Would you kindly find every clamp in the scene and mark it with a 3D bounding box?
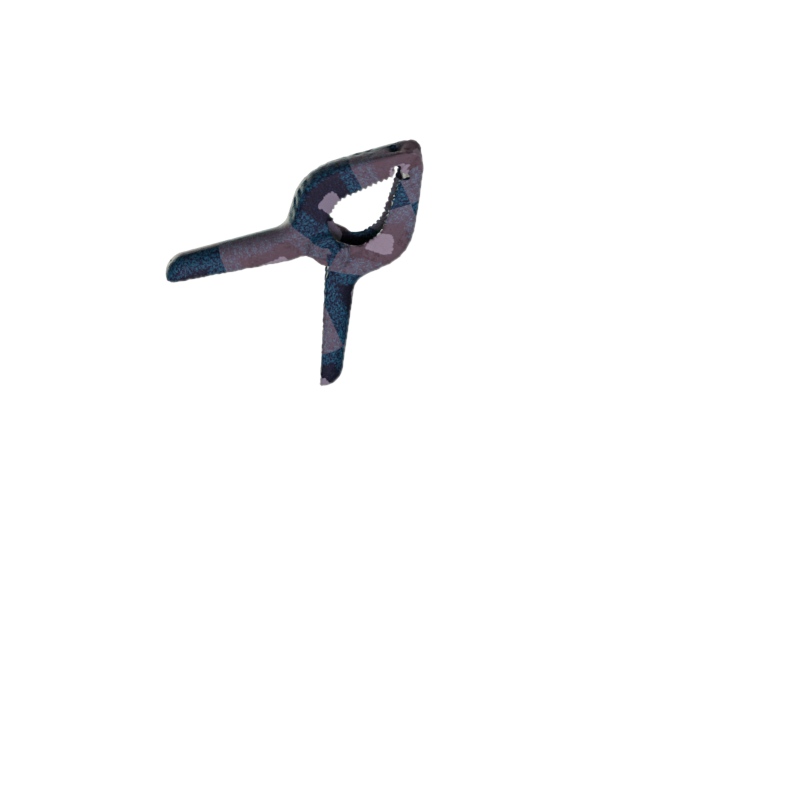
[{"bbox_3d":[-0.065,-0.119,0.830,0.159,0.205,0.039,30,26,-17],"label":"clamp"}]
